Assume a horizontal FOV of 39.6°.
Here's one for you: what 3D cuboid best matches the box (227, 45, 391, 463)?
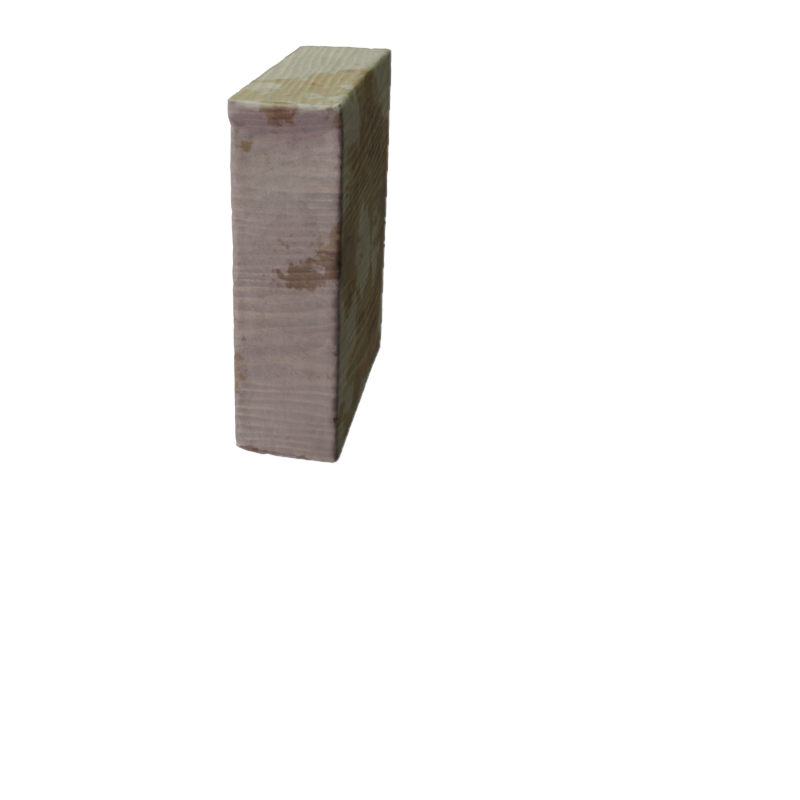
[{"bbox_3d":[-0.053,-0.097,0.680,0.073,0.204,0.170,5,24,8],"label":"box"}]
